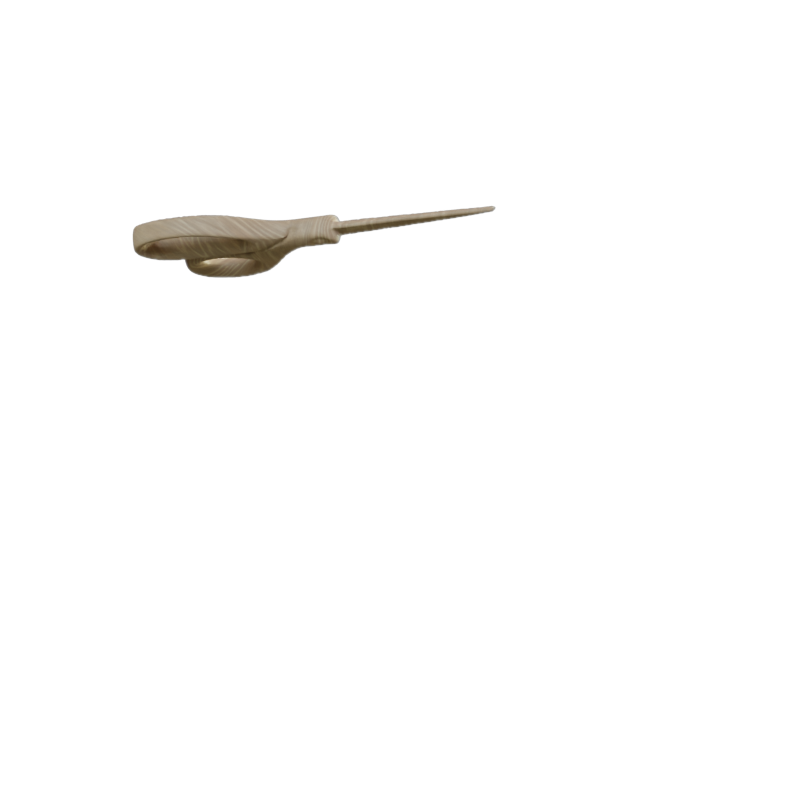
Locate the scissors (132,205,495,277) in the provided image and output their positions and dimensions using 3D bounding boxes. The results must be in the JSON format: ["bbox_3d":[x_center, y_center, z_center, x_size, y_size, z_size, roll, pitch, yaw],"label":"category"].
[{"bbox_3d":[-0.049,-0.090,0.630,0.203,0.016,0.092,-1,-9,6],"label":"scissors"}]
